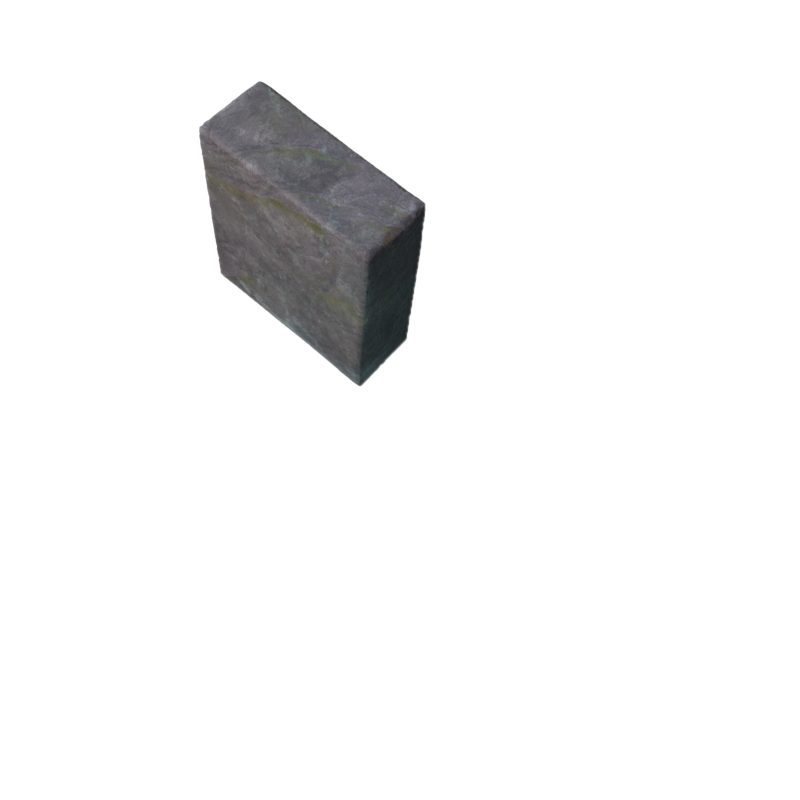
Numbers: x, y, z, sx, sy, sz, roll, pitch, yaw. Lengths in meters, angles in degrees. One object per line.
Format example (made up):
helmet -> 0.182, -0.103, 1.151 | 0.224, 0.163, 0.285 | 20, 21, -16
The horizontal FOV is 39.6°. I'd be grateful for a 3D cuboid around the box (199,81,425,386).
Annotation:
box -> -0.067, -0.122, 0.858 | 0.172, 0.073, 0.202 | 40, -21, 16
